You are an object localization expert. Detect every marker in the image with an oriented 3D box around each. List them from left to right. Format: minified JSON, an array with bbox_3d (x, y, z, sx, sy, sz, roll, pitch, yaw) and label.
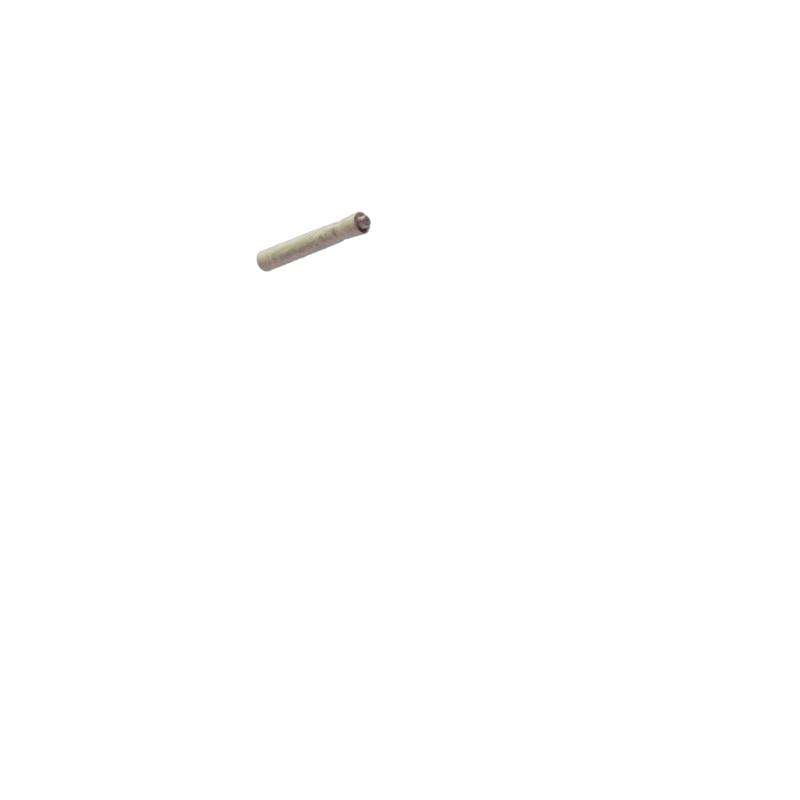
[{"bbox_3d":[-0.071,-0.130,0.914,0.123,0.020,0.019,-14,-6,40],"label":"marker"}]
